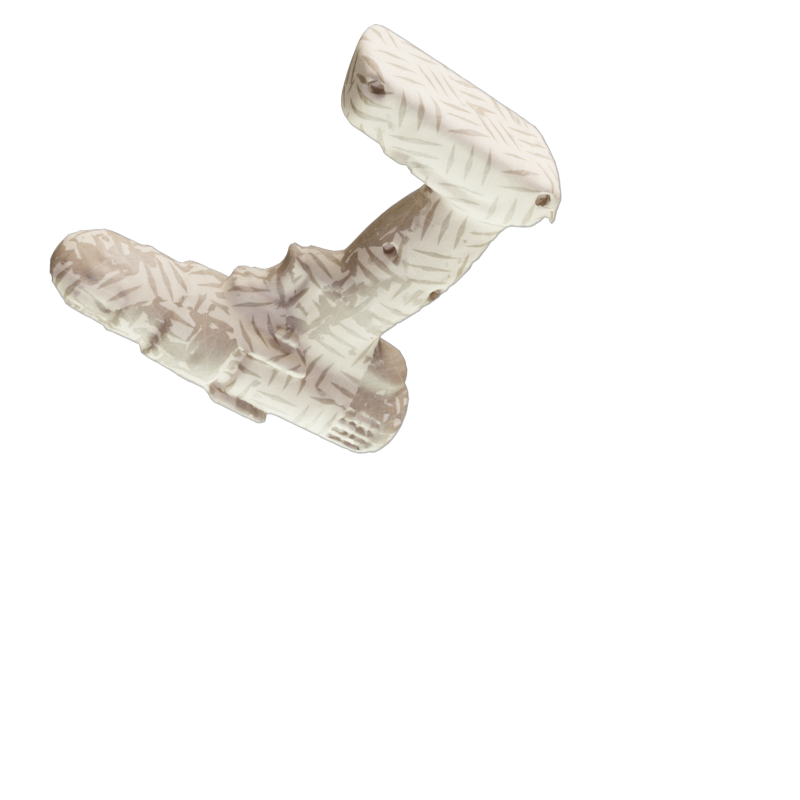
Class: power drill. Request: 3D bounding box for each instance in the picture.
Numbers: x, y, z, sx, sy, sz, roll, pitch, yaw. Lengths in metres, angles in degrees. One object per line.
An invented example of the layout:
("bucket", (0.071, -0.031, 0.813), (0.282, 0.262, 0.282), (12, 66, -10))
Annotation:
("power drill", (-0.038, -0.070, 0.488), (0.176, 0.061, 0.183), (28, -55, -22))
